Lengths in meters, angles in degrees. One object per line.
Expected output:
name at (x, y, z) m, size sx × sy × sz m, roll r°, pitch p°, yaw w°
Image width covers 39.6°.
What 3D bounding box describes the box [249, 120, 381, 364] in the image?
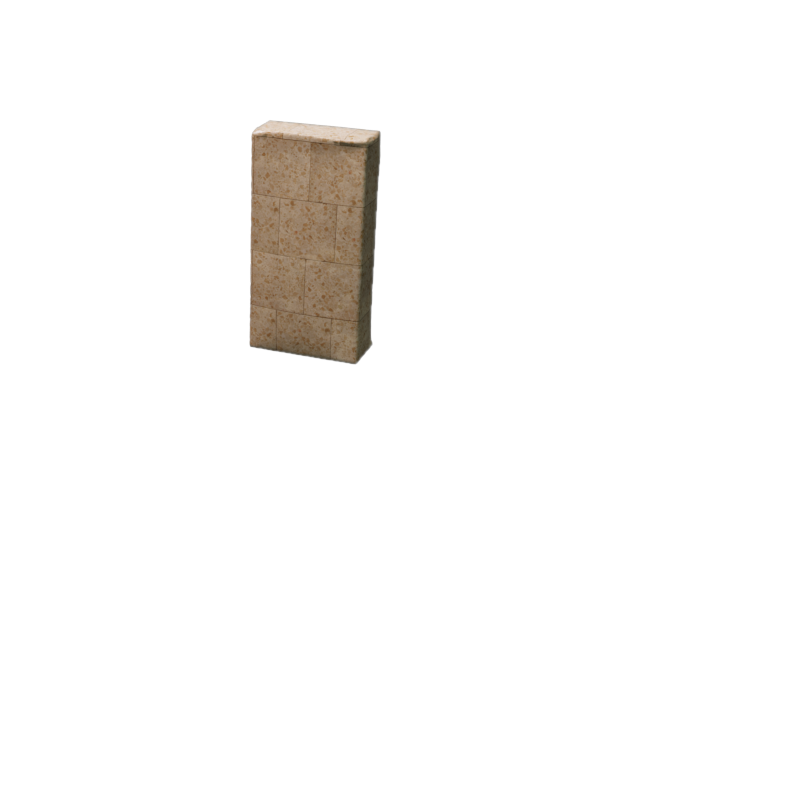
box at (-0.067, -0.121, 0.850) m, size 0.096 × 0.168 × 0.049 m, roll 8°, pitch 22°, yaw 17°
